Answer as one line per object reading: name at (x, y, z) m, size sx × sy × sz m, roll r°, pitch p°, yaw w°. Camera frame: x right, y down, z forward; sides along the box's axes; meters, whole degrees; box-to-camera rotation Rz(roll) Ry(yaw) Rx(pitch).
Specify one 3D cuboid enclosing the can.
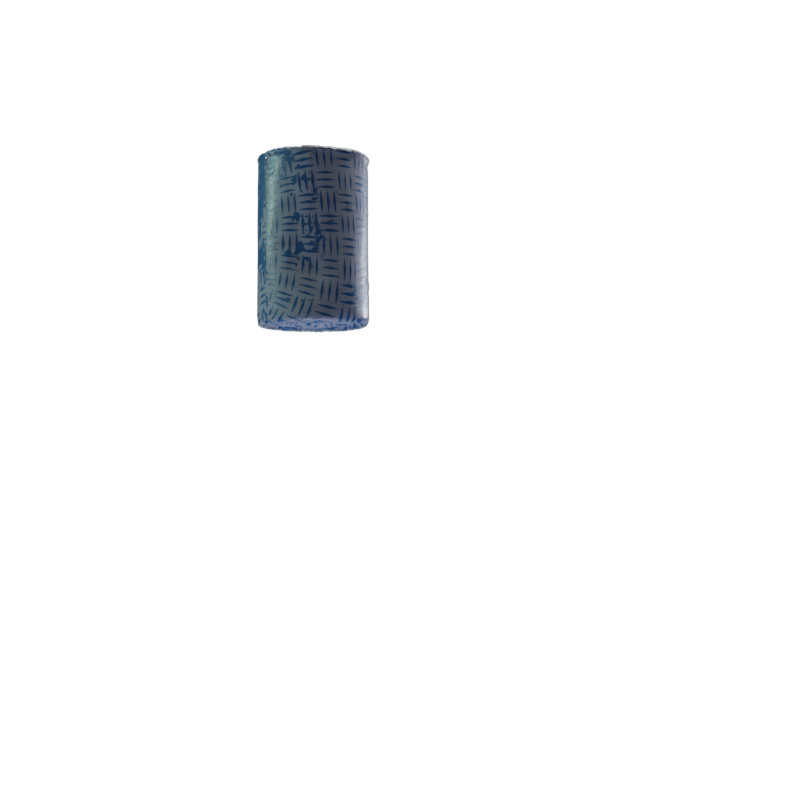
can at (-0.052, -0.095, 0.664) m, size 0.068 × 0.105 × 0.067 m, roll 0°, pitch -8°, yaw -2°
